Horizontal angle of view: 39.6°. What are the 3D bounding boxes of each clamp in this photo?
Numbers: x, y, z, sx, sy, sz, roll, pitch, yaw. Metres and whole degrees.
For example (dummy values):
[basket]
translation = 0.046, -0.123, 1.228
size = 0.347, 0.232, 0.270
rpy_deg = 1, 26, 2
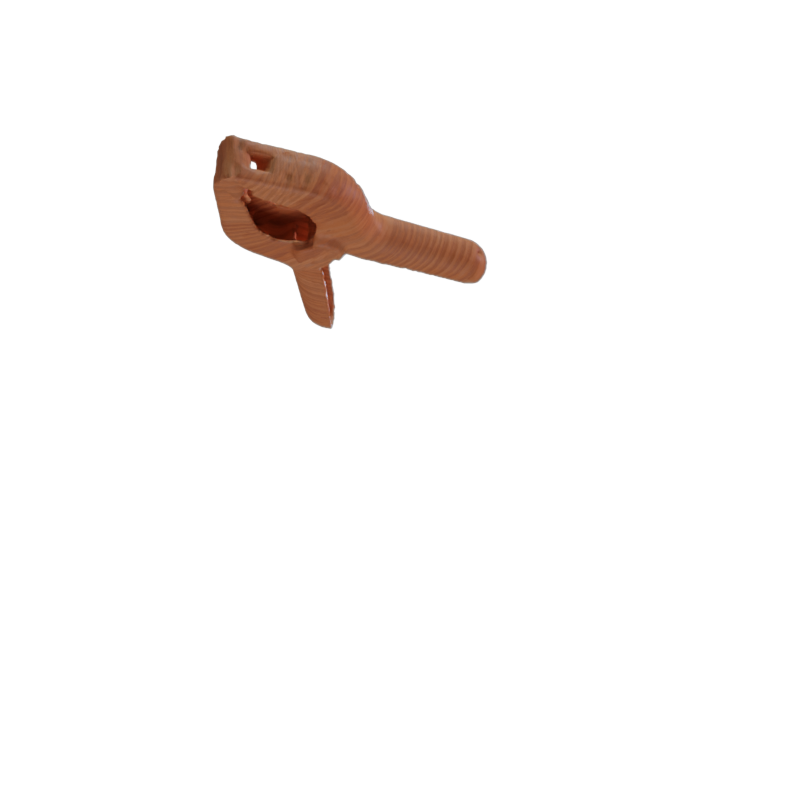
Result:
[clamp]
translation = -0.048, -0.088, 0.614
size = 0.120, 0.042, 0.161
rpy_deg = -29, -42, 36
